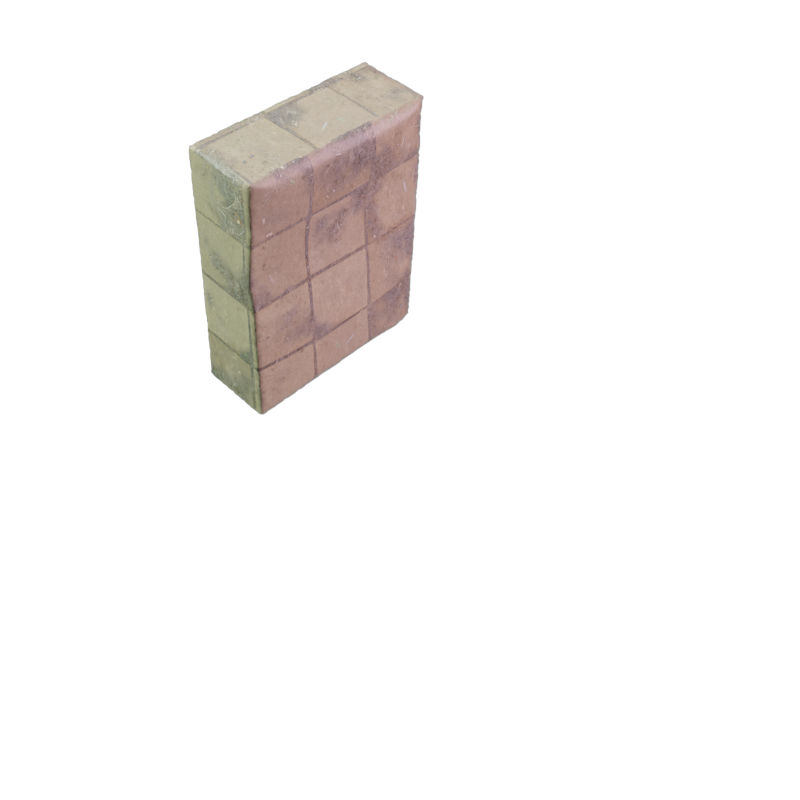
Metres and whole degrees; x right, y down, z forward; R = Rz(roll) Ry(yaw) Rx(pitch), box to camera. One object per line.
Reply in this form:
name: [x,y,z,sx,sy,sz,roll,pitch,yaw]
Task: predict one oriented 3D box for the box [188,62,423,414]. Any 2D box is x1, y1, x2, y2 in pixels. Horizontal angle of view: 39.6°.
box: [-0.064,-0.116,0.813,0.077,0.199,0.165,35,52,29]
